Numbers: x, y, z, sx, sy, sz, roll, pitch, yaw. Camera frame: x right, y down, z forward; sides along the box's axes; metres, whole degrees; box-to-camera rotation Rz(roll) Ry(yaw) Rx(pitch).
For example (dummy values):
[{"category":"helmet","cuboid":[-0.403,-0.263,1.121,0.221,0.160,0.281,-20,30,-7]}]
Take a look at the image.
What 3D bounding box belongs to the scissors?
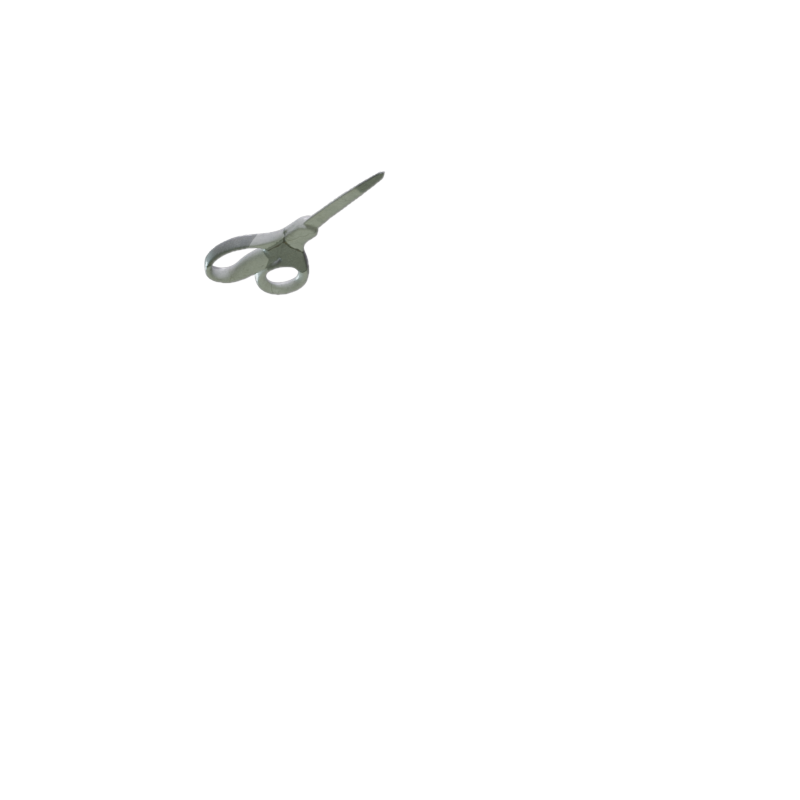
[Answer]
[{"category":"scissors","cuboid":[-0.070,-0.128,0.898,0.204,0.017,0.089,-16,-30,31]}]
